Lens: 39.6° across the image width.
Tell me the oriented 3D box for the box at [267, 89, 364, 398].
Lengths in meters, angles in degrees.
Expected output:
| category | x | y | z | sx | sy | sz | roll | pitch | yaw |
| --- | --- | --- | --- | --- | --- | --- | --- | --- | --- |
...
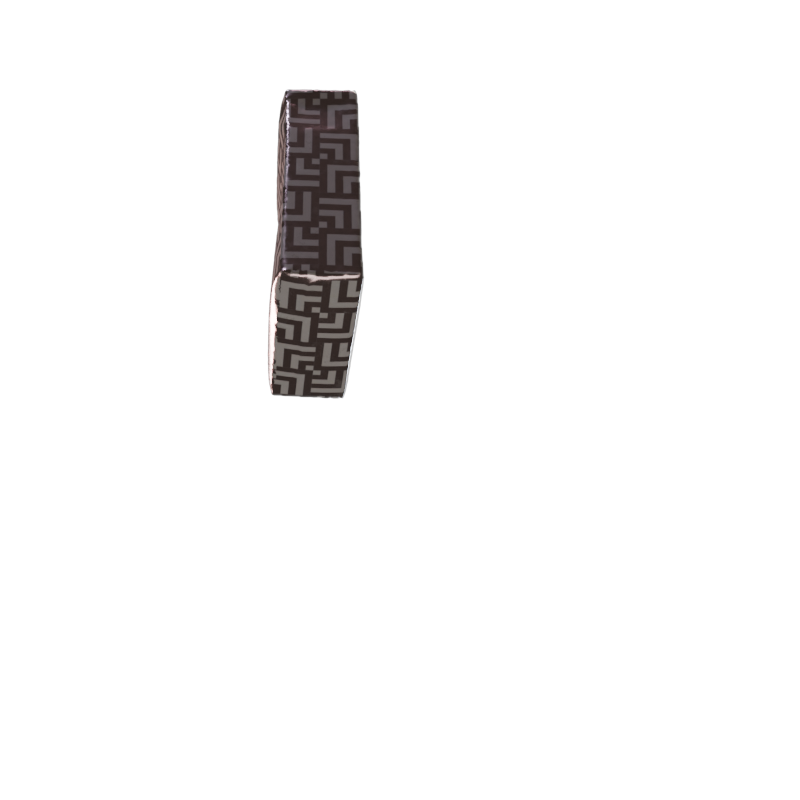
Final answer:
| category | x | y | z | sx | sy | sz | roll | pitch | yaw |
| --- | --- | --- | --- | --- | --- | --- | --- | --- | --- |
| box | -0.074 | -0.135 | 0.946 | 0.071 | 0.229 | 0.154 | 2 | -38 | -7 |
